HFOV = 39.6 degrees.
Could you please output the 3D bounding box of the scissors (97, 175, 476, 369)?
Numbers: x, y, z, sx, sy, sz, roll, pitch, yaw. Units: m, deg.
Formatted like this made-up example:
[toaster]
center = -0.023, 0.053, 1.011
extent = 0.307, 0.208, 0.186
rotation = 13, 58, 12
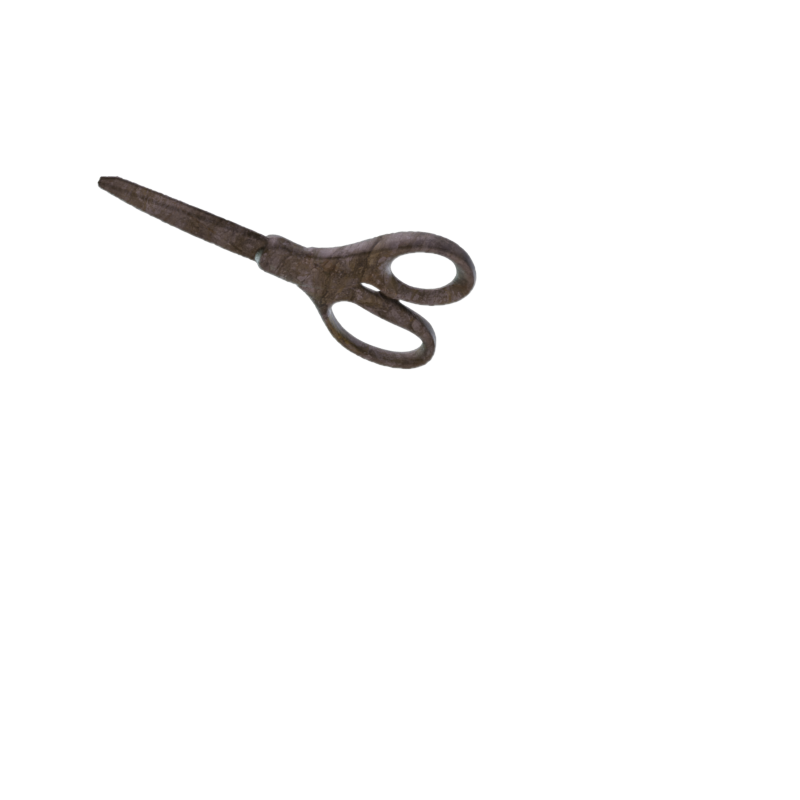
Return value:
[scissors]
center = -0.044, -0.080, 0.560
extent = 0.190, 0.017, 0.095
rotation = 36, -58, -28
